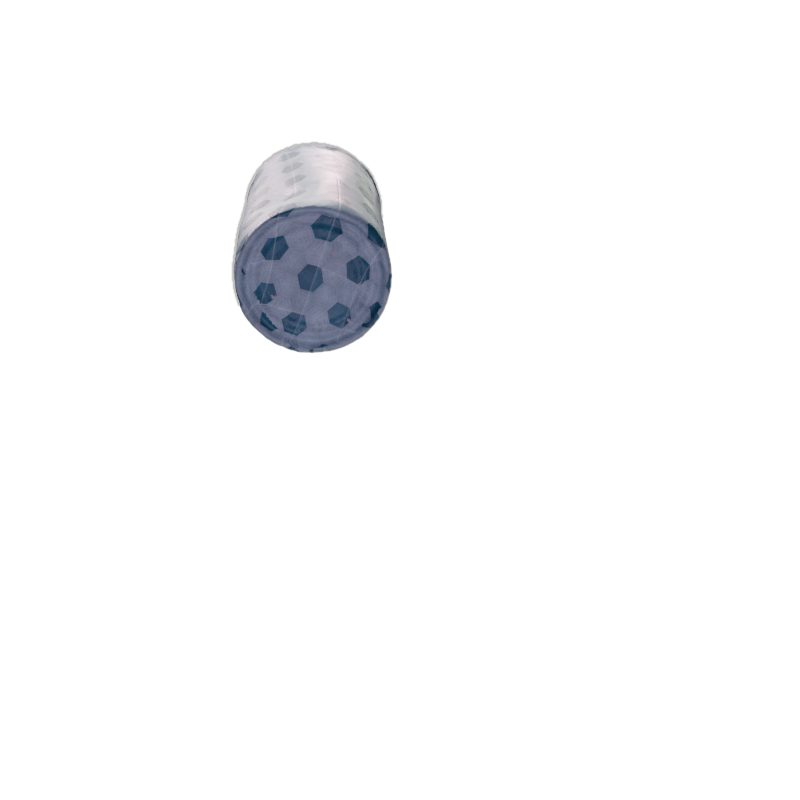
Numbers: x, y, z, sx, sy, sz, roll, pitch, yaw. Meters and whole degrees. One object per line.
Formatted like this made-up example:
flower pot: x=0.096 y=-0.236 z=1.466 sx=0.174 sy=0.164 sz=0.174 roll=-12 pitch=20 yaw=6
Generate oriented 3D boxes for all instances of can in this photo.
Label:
can: x=-0.040 y=-0.072 z=0.505 sx=0.068 sy=0.065 sz=0.107 roll=0 pitch=24 yaw=-3
